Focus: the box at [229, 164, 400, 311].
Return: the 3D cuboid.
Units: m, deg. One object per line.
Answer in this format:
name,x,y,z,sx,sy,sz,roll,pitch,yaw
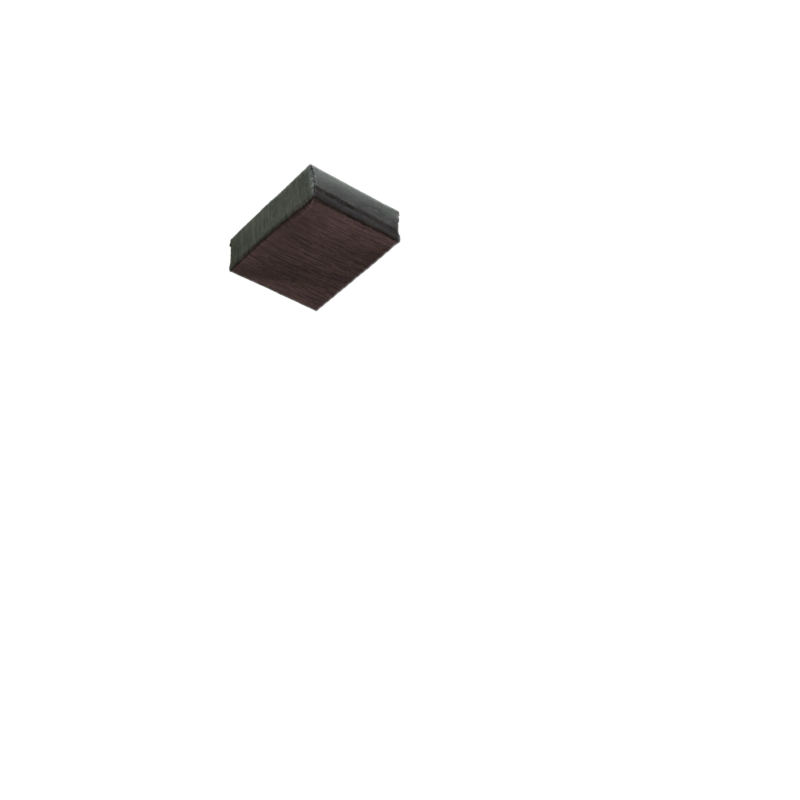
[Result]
box,-0.069,-0.126,0.879,0.085,0.042,0.112,25,-42,-32
